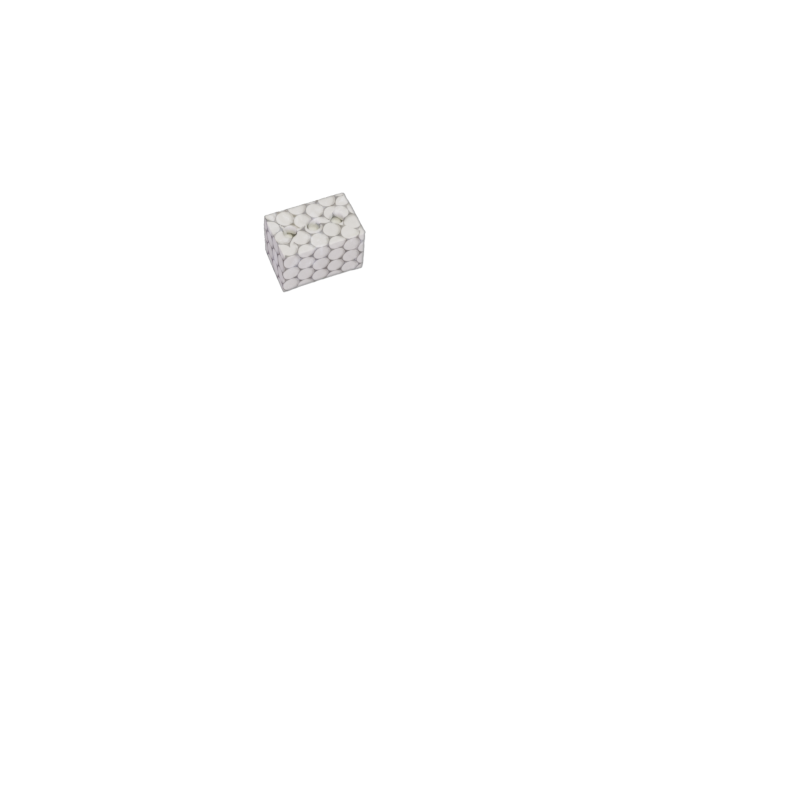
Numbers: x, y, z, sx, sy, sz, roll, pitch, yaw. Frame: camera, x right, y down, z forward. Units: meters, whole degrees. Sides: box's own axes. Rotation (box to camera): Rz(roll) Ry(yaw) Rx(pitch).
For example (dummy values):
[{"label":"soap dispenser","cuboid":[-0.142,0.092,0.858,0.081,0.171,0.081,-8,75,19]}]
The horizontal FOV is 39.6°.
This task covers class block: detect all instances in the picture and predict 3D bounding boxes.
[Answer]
[{"label":"block","cuboid":[-0.077,-0.140,0.982,0.077,0.057,0.048,-19,-31,-14]}]
